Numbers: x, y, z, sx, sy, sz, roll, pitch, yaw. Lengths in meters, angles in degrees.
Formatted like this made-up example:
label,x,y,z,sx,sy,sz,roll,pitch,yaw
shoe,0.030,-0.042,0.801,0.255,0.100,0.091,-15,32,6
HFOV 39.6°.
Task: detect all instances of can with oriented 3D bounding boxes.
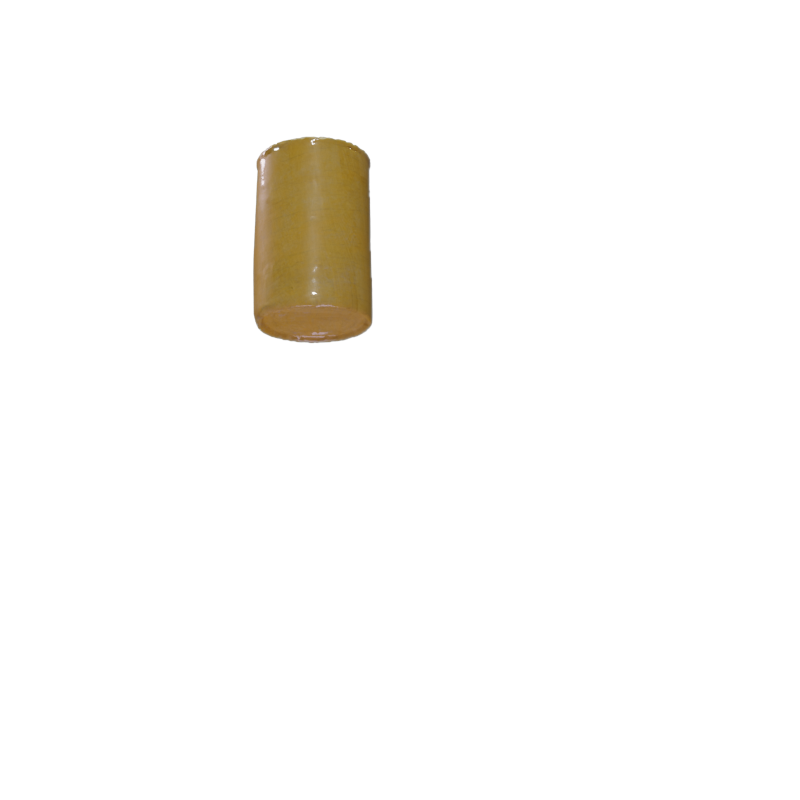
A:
label,x,y,z,sx,sy,sz,roll,pitch,yaw
can,-0.050,-0.091,0.640,0.068,0.107,0.065,0,-21,-2
